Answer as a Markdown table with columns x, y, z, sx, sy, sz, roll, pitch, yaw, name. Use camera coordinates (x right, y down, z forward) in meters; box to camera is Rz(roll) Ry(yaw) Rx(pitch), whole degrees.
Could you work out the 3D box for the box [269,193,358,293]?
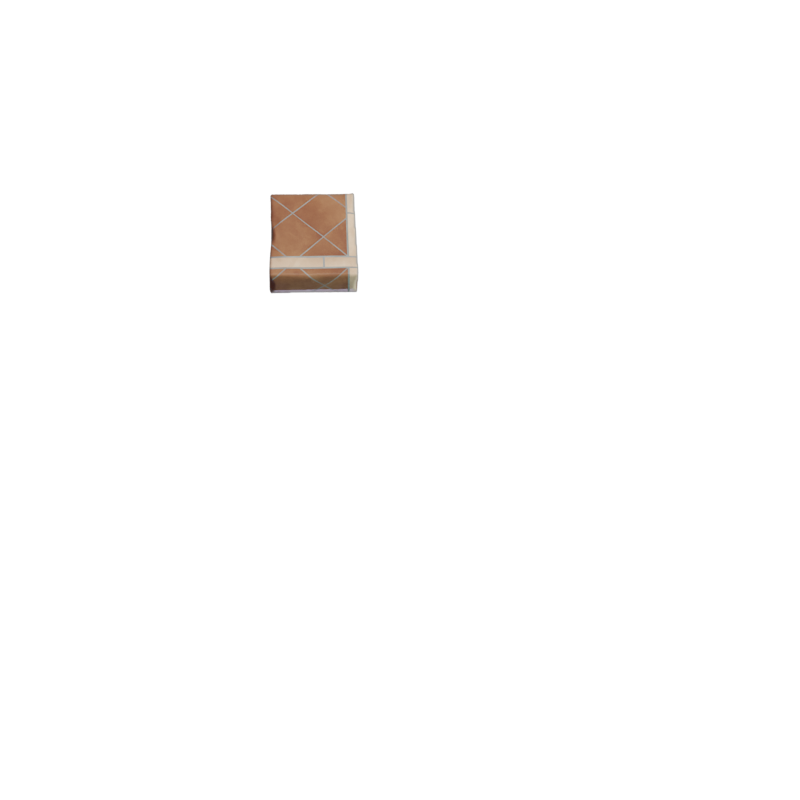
| x | y | z | sx | sy | sz | roll | pitch | yaw | name |
| --- | --- | --- | --- | --- | --- | --- | --- | --- | --- |
| -0.073 | -0.134 | 0.936 | 0.073 | 0.095 | 0.028 | -1 | -34 | -1 | box |
